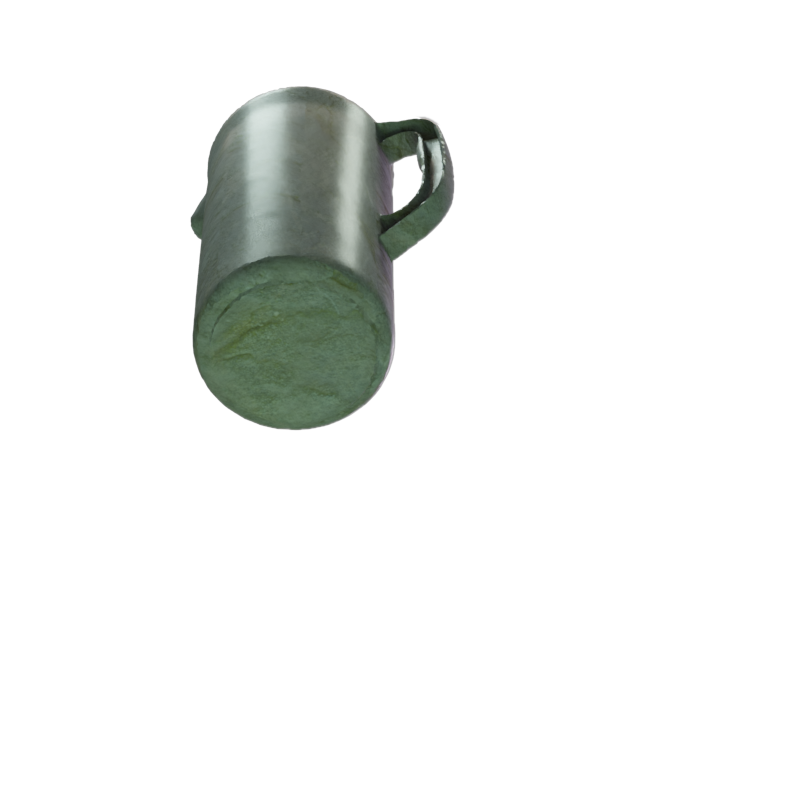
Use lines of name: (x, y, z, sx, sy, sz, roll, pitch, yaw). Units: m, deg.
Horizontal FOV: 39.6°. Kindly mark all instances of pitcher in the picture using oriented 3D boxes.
pitcher: (-0.053, -0.097, 0.683, 0.141, 0.144, 0.259, 18, 29, -14)
